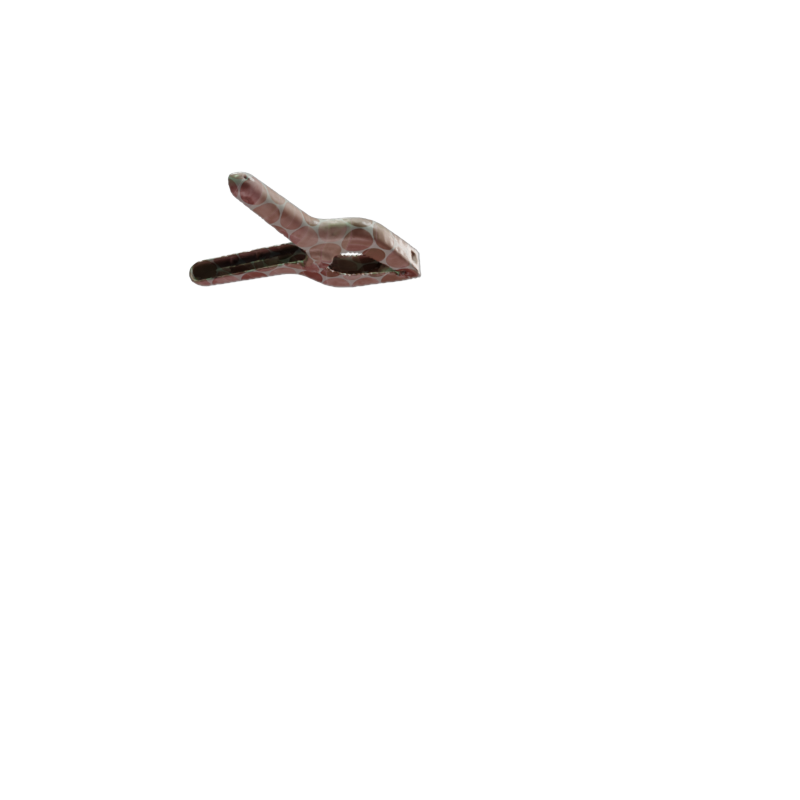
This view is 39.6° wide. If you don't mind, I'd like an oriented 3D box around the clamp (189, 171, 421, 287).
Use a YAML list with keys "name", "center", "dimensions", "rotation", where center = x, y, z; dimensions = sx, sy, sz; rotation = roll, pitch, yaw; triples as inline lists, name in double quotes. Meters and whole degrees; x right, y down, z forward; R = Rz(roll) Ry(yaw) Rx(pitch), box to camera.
- name: "clamp"
  center: [-0.078, -0.143, 0.999]
  dimensions: [0.207, 0.039, 0.157]
  rotation: [5, -27, -11]
